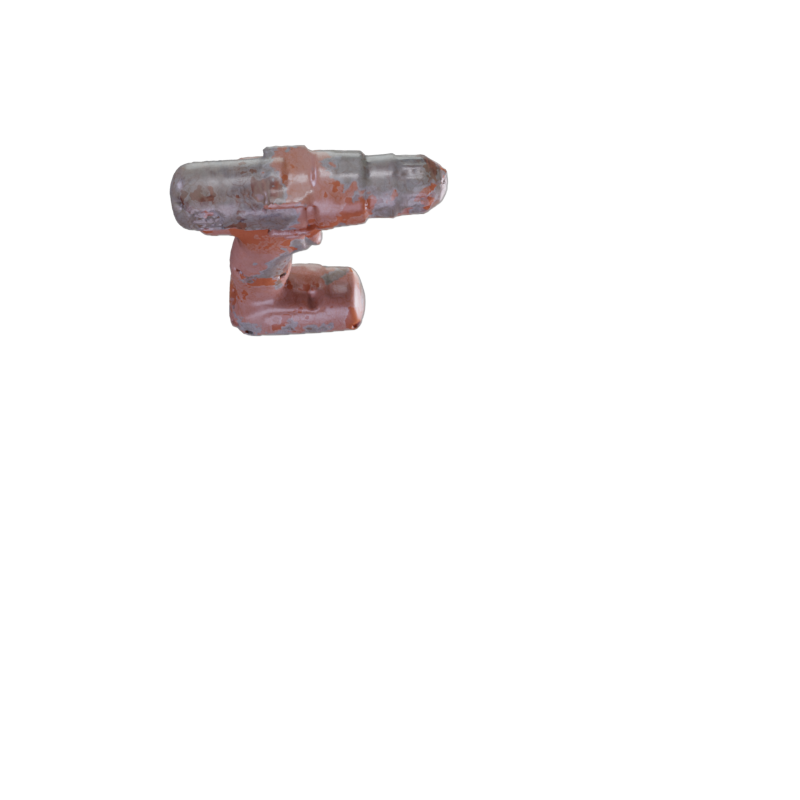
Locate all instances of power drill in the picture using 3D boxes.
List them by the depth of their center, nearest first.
[{"bbox_3d":[-0.062,-0.114,0.796,0.185,0.061,0.176,0,-27,0],"label":"power drill"}]
